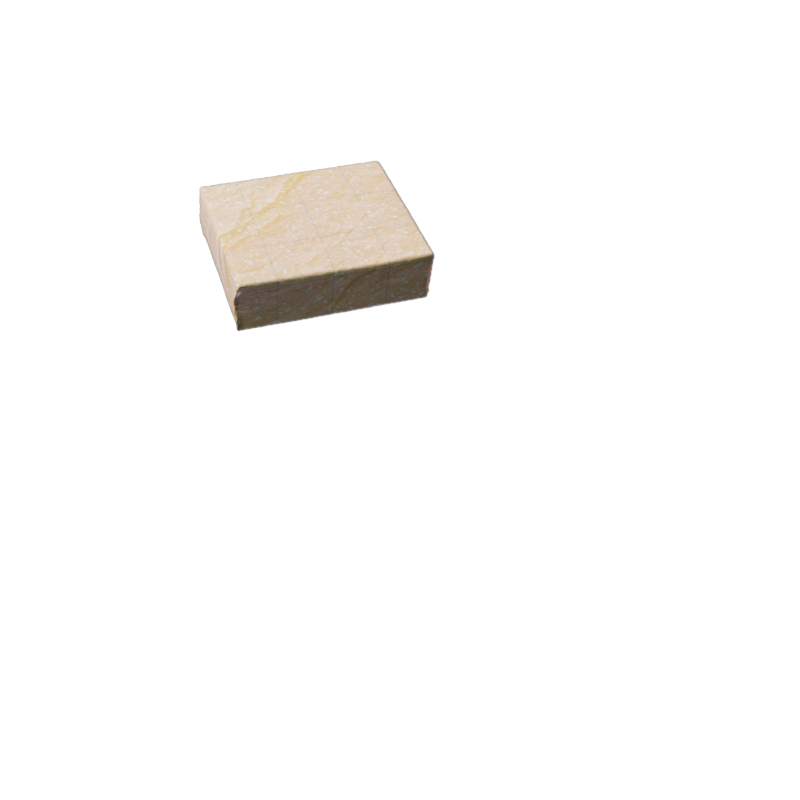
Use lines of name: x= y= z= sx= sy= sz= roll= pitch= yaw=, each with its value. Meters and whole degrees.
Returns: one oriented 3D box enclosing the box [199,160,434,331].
box: x=-0.049 y=-0.089 z=0.624 sx=0.112 sy=0.036 sz=0.097 roll=-13 pitch=45 yaw=-14
